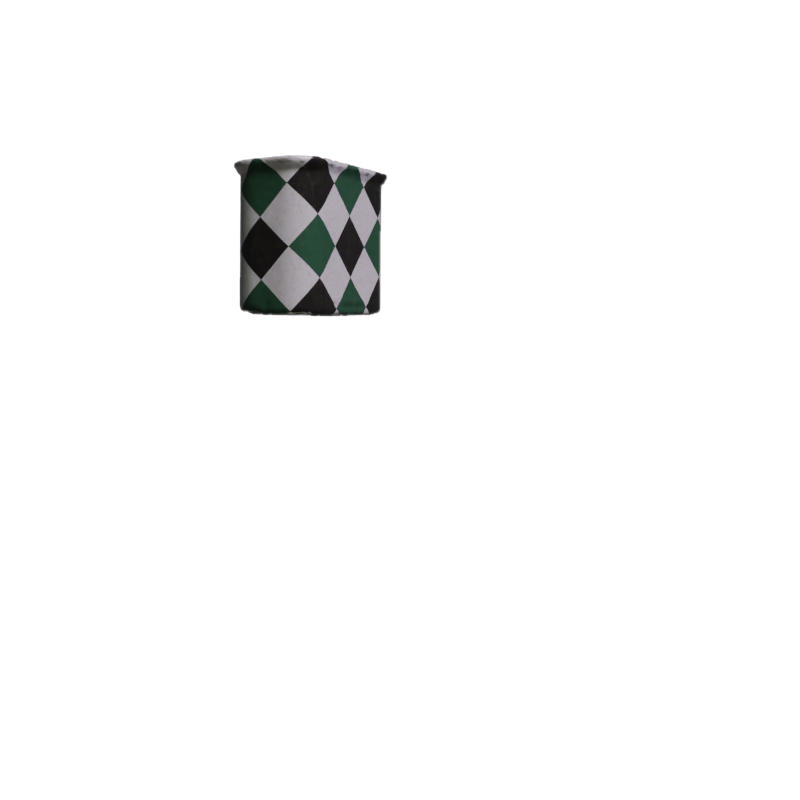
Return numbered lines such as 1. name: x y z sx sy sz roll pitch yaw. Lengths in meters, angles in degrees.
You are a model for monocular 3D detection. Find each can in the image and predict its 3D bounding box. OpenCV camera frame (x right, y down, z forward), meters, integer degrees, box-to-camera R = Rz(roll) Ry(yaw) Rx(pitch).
1. can: -0.049 -0.090 0.632 0.059 0.084 0.098 -1 0 28
